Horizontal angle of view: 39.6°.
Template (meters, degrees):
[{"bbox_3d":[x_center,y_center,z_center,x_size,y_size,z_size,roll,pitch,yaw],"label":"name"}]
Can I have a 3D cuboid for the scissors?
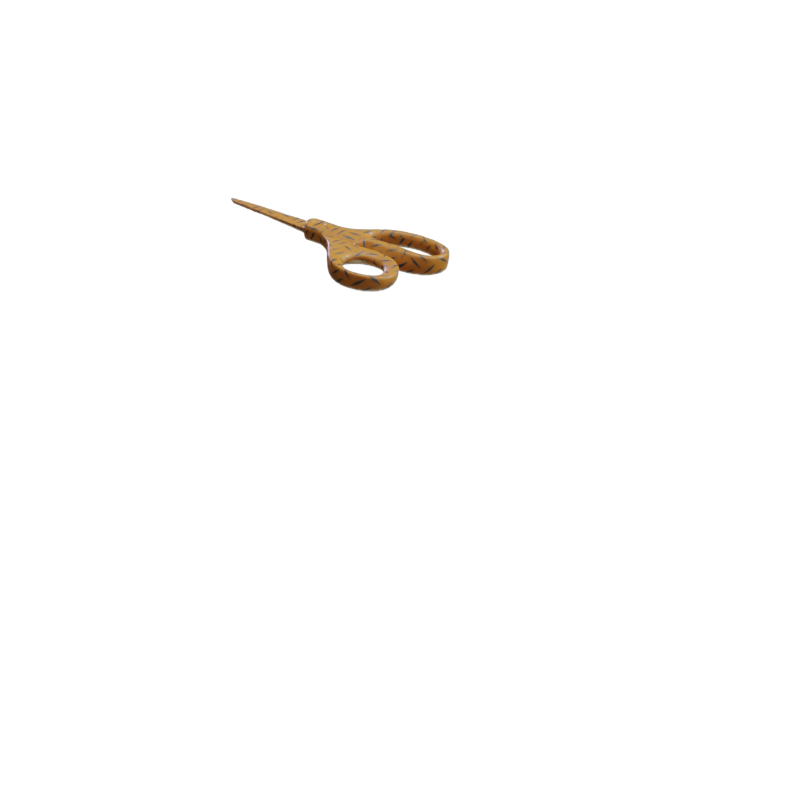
[{"bbox_3d":[-0.064,-0.117,0.820,0.210,0.015,0.097,15,32,25],"label":"scissors"}]
